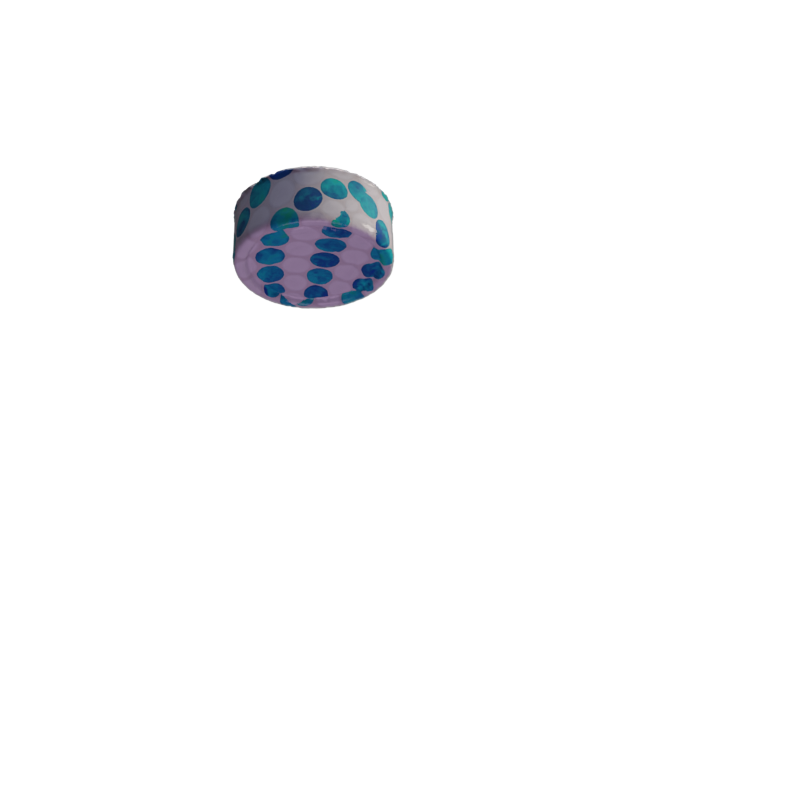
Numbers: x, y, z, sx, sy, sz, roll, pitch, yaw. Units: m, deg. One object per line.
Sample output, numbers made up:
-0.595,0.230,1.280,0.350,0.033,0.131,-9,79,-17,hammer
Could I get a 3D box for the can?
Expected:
-0.046,-0.084,0.586,0.086,0.036,0.081,1,-31,-2,can
